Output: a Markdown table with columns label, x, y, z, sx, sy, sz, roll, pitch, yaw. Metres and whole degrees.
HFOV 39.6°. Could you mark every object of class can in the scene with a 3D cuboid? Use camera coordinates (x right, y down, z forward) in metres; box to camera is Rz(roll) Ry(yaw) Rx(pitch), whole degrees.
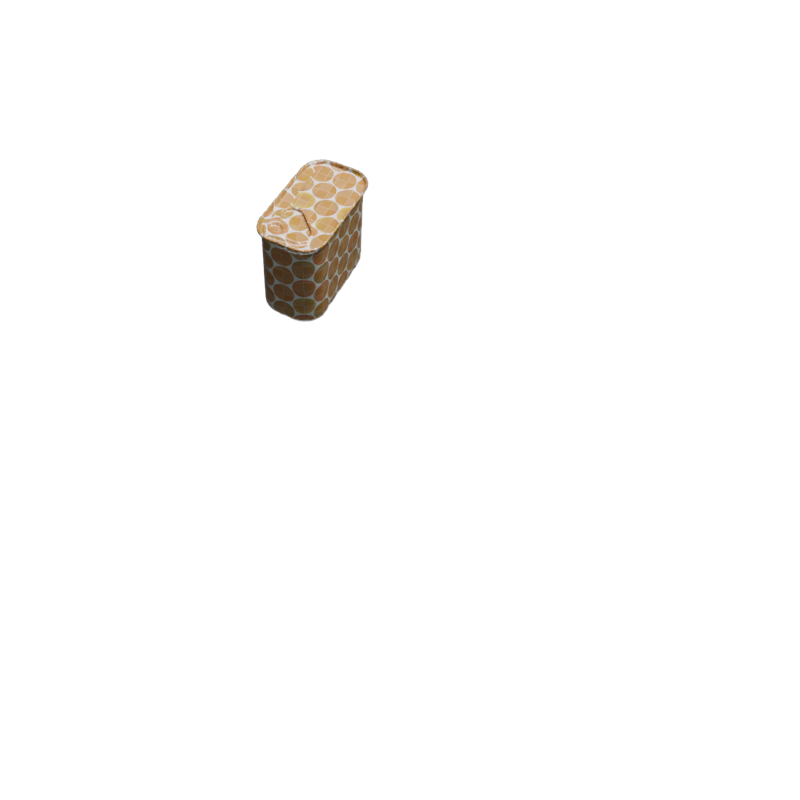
| label | x | y | z | sx | sy | sz | roll | pitch | yaw |
| --- | --- | --- | --- | --- | --- | --- | --- | --- | --- |
| can | -0.068 | -0.125 | 0.874 | 0.059 | 0.106 | 0.078 | 21 | -39 | 15 |
